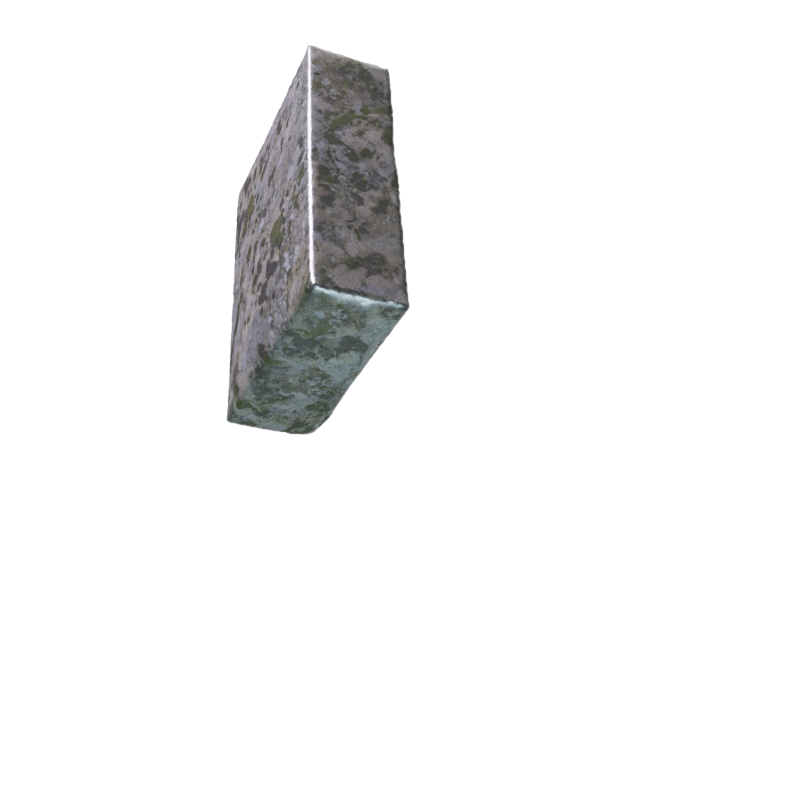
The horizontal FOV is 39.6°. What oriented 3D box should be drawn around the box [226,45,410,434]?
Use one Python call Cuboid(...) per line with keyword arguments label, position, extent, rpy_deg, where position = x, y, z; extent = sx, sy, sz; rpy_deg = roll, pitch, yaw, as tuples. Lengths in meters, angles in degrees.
Cuboid(label="box", position=(-0.060, -0.109, 0.762), extent=(0.069, 0.229, 0.158), rpy_deg=(13, -40, -21))
